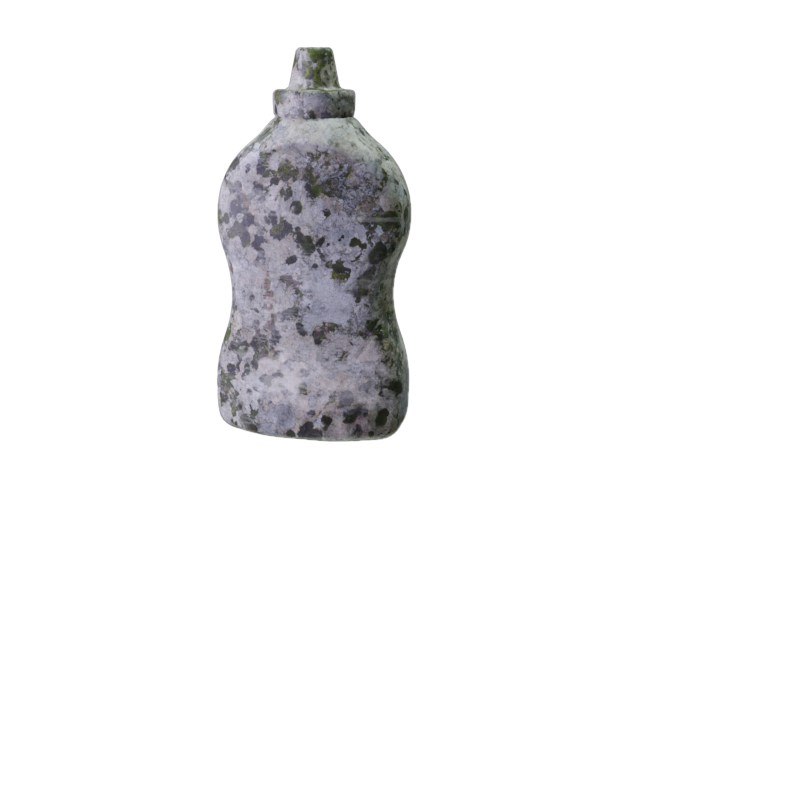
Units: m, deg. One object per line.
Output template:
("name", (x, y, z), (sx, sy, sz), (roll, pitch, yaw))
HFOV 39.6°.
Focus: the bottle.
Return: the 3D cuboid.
("bottle", (-0.043, -0.079, 0.555), (0.098, 0.187, 0.058), (4, 11, 15))
